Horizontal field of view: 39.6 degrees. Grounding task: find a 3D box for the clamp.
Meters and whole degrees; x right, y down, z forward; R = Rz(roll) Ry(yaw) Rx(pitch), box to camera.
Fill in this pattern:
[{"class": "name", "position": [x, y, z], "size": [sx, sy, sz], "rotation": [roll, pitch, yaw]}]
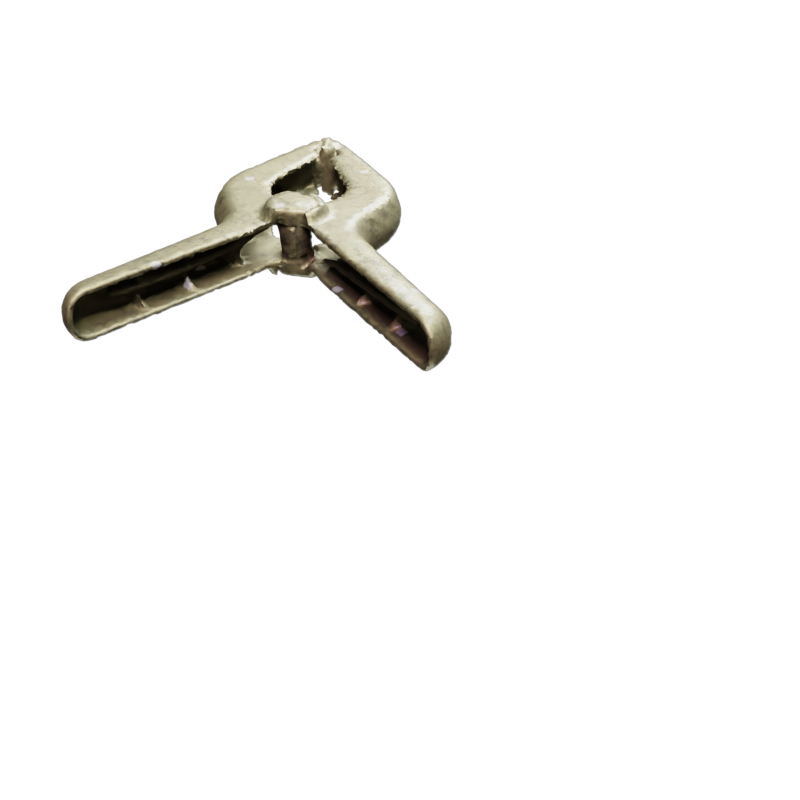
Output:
[{"class": "clamp", "position": [-0.042, -0.076, 0.532], "size": [0.168, 0.034, 0.218], "rotation": [8, 32, 13]}]
